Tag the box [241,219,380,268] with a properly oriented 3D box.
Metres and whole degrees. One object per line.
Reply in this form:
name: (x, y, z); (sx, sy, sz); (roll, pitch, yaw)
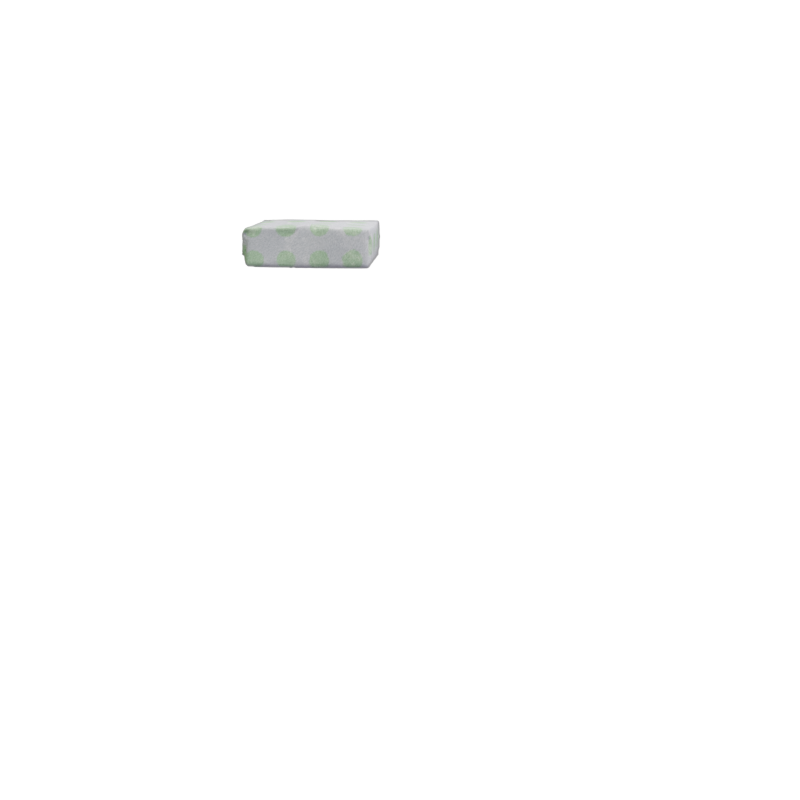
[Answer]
box: (-0.062, -0.112, 0.786); (0.090, 0.030, 0.074); (2, 12, 6)
